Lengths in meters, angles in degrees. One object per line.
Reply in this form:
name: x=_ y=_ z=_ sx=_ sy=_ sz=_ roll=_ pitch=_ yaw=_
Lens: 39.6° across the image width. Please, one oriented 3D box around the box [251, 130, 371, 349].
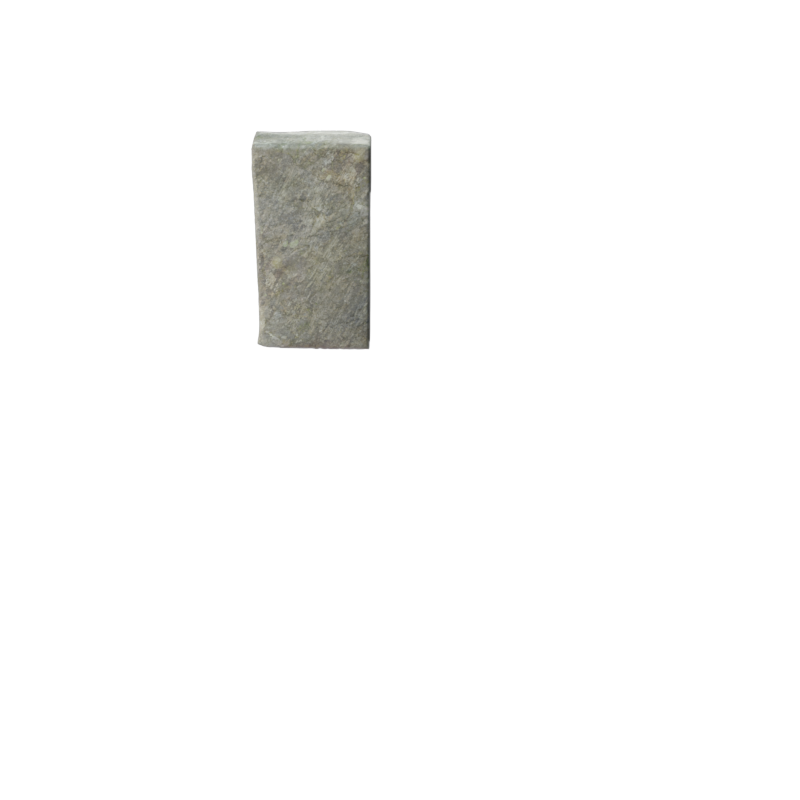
box: x=-0.069 y=-0.127 z=0.887 sx=0.093 sy=0.168 sz=0.050 roll=2 pitch=23 yaw=1
